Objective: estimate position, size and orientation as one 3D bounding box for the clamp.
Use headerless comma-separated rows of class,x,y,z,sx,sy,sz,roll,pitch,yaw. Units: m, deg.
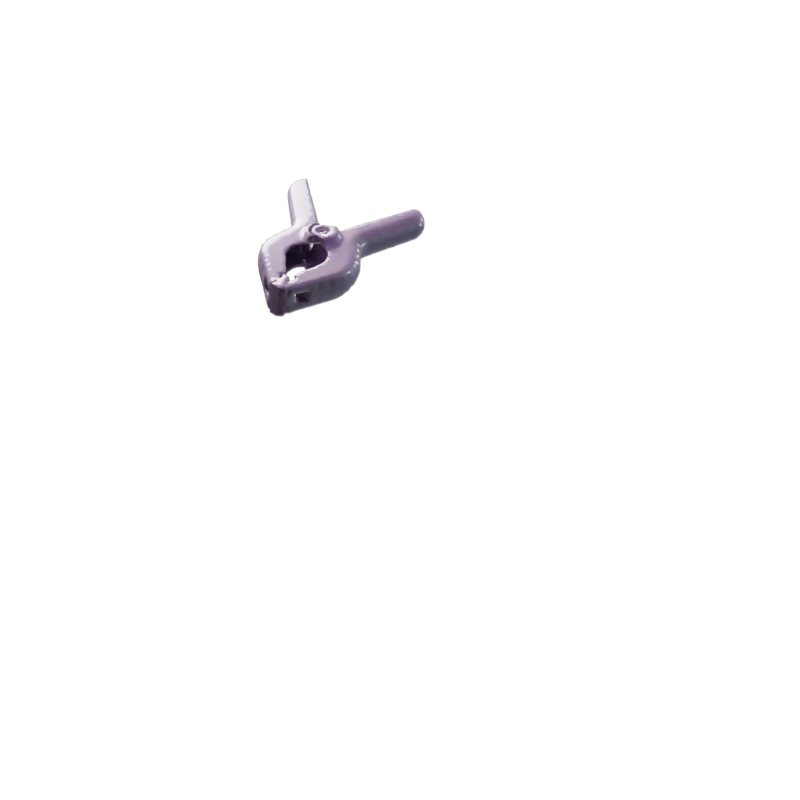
clamp,-0.069,-0.126,0.882,0.126,0.037,0.174,18,37,25
